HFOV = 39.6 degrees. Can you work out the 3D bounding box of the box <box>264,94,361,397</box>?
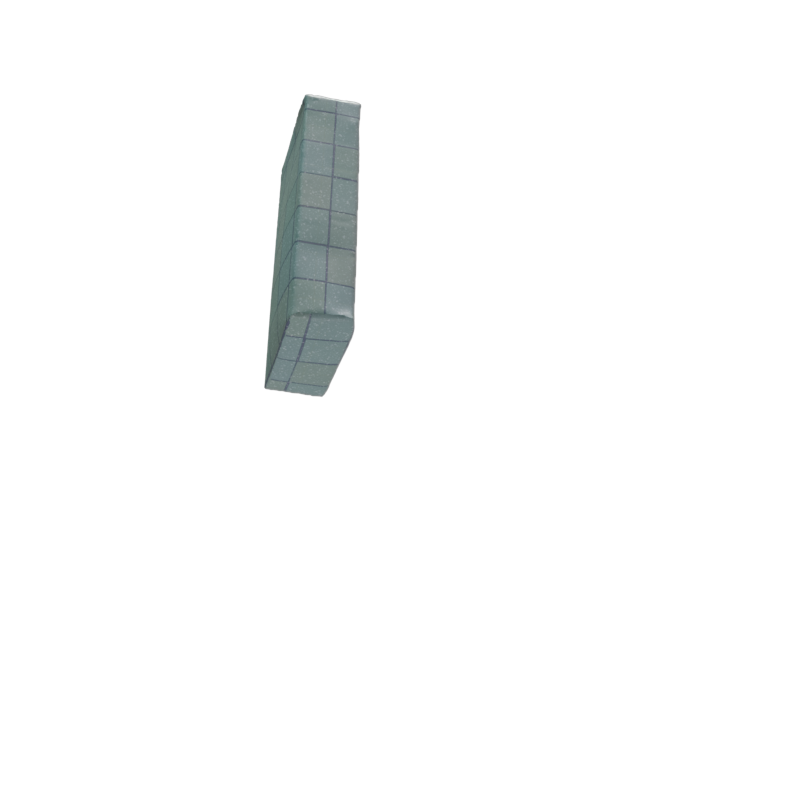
[{"bbox_3d":[-0.057,-0.103,0.720,0.047,0.188,0.089,7,-34,-14],"label":"box"}]
